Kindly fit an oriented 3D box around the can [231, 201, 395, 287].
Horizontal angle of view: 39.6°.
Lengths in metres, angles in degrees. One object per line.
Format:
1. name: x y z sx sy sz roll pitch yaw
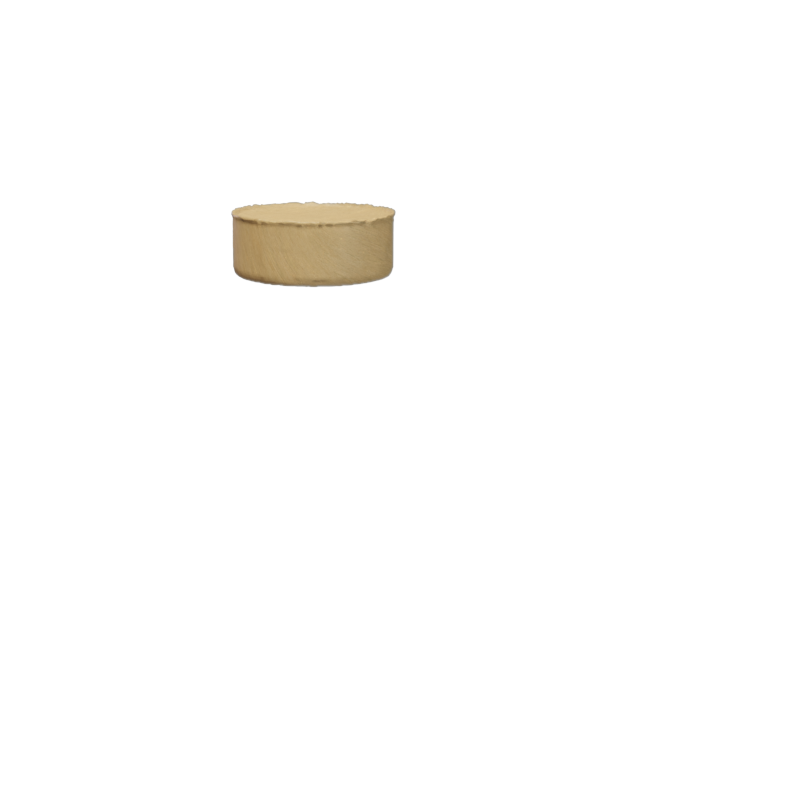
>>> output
1. can: -0.046 -0.083 0.582 0.086 0.033 0.089 0 15 -2
